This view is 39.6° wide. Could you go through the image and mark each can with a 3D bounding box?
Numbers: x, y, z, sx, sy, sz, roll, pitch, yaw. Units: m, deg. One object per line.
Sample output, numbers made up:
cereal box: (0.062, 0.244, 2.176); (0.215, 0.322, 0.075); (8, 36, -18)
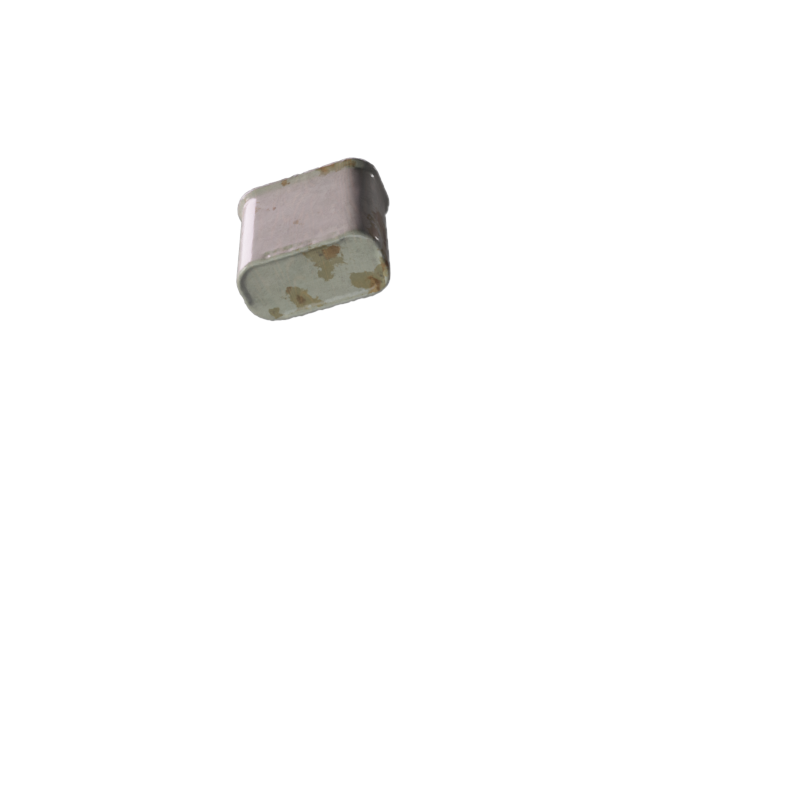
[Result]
can: (-0.057, -0.104, 0.728); (0.102, 0.053, 0.090); (-16, 40, 11)
